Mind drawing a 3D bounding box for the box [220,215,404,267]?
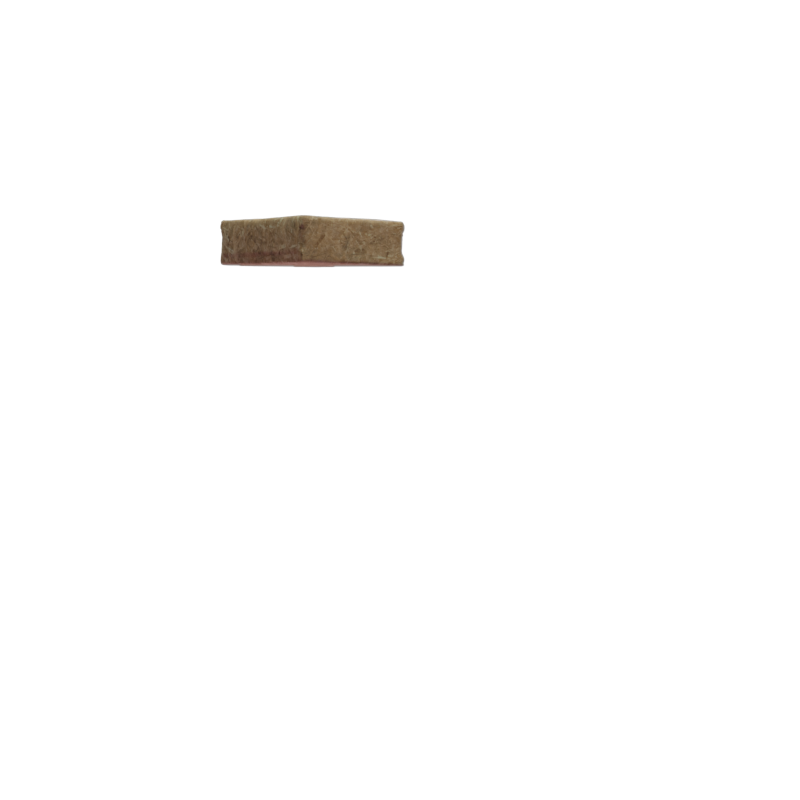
[{"bbox_3d":[-0.052,-0.096,0.672,0.076,0.030,0.086,5,7,43],"label":"box"}]
